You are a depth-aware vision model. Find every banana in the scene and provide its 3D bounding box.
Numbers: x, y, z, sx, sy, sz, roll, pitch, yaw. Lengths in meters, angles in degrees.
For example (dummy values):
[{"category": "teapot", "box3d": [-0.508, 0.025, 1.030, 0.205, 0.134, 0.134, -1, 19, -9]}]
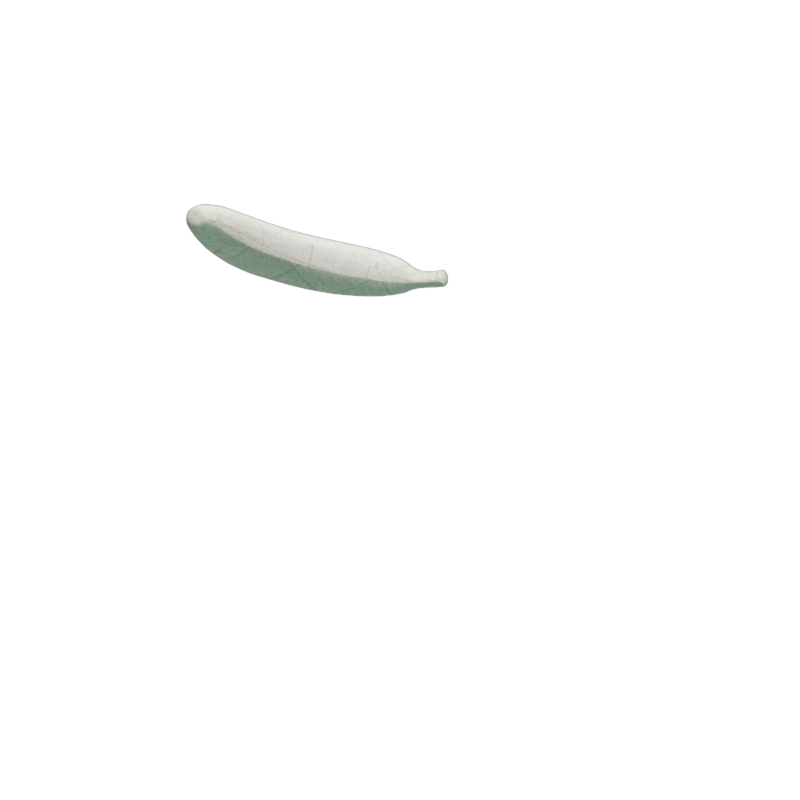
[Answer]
[{"category": "banana", "box3d": [-0.066, -0.103, 0.769, 0.190, 0.039, 0.069, 9, -20, -28]}]
